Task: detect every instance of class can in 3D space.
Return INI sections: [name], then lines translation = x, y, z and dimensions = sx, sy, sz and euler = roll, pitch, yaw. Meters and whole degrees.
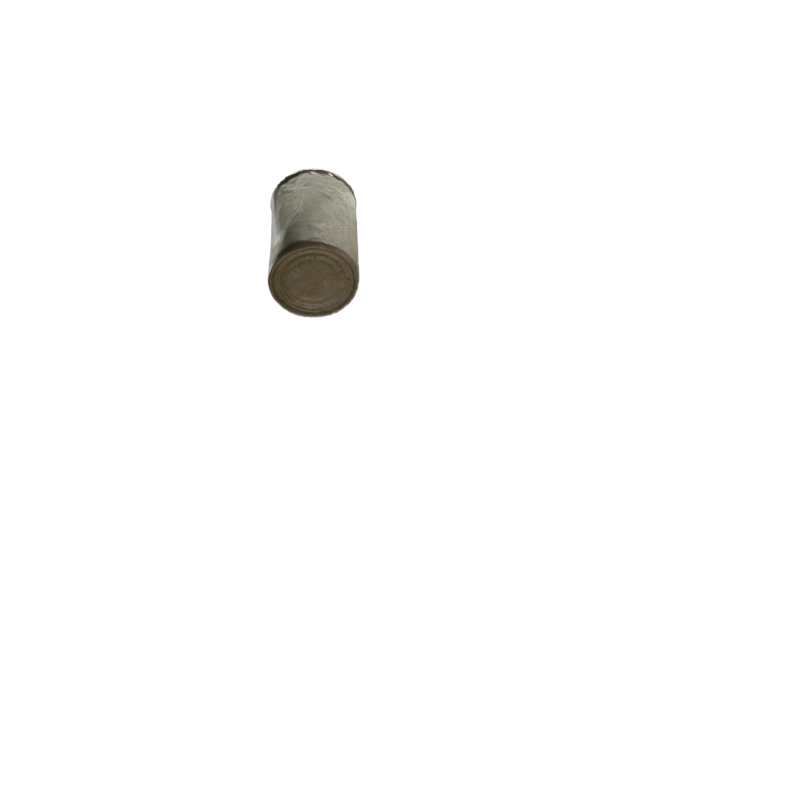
[can]
translation = -0.065, -0.119, 0.834
dimensions = 0.068, 0.064, 0.110
euler = -1, 40, -3
